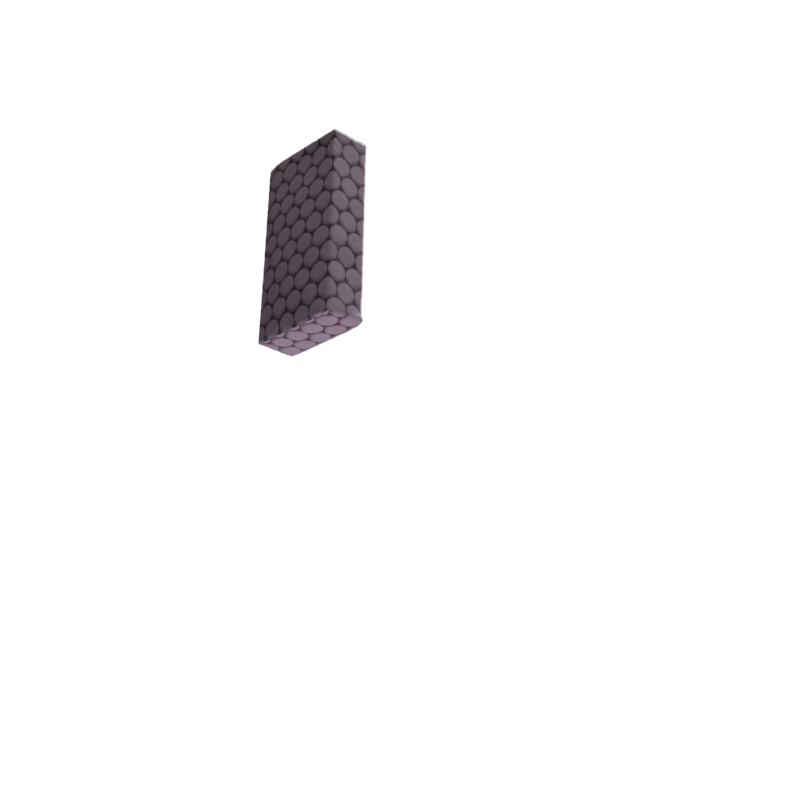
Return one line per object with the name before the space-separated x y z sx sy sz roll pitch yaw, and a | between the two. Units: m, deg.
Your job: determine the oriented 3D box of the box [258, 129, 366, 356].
box | -0.075 -0.136 0.950 0.045 0.187 0.094 22 -34 -39
